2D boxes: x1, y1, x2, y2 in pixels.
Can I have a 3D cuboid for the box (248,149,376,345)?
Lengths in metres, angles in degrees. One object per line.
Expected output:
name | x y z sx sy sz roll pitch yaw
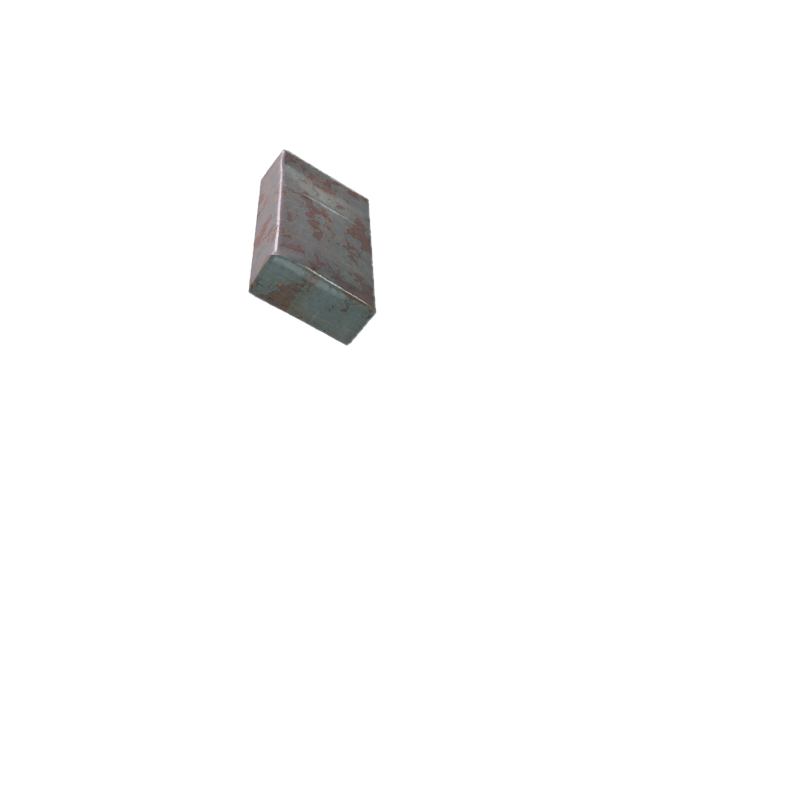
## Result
box | -0.070 -0.128 0.896 0.090 0.047 0.188 28 28 -20
